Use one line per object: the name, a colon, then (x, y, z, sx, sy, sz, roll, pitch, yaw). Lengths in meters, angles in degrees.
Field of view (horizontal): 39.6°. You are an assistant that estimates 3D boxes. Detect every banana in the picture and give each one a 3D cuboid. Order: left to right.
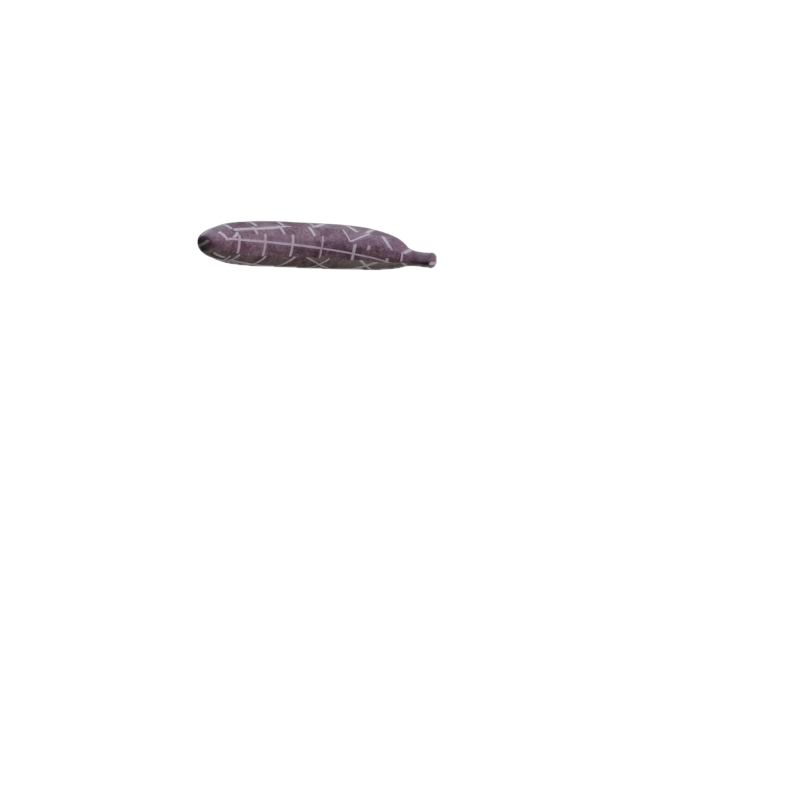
banana: (-0.072, -0.123, 0.873, 0.192, 0.037, 0.071, -1, 1, -24)
